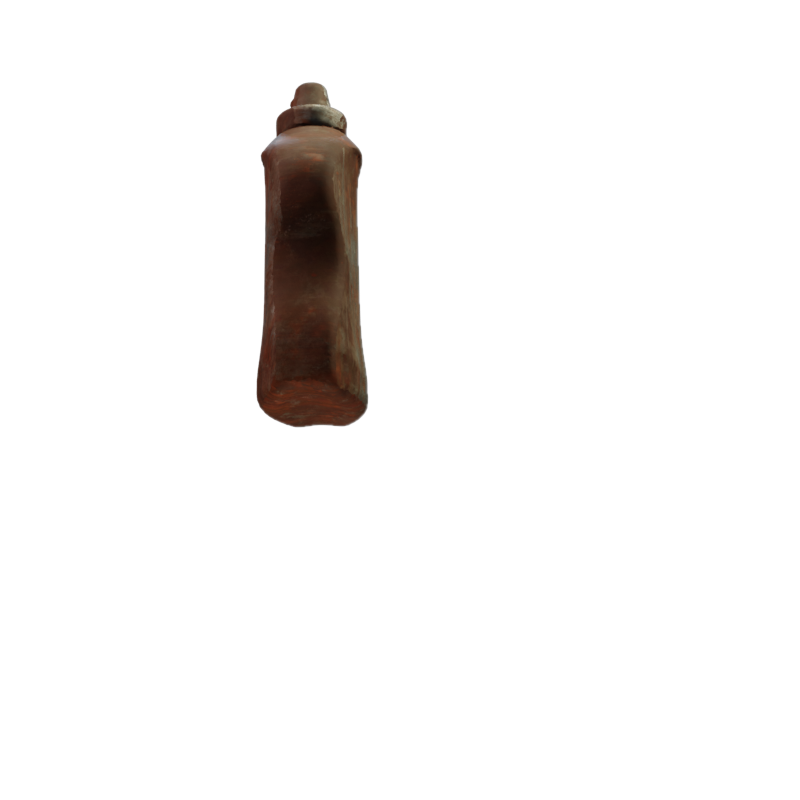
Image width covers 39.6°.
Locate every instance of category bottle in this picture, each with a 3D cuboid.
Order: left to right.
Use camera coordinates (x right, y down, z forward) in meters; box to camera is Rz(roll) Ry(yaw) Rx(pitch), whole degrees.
[{"bbox_3d":[-0.048,-0.087,0.613,0.059,0.201,0.091,-3,-19,5],"label":"bottle"}]
